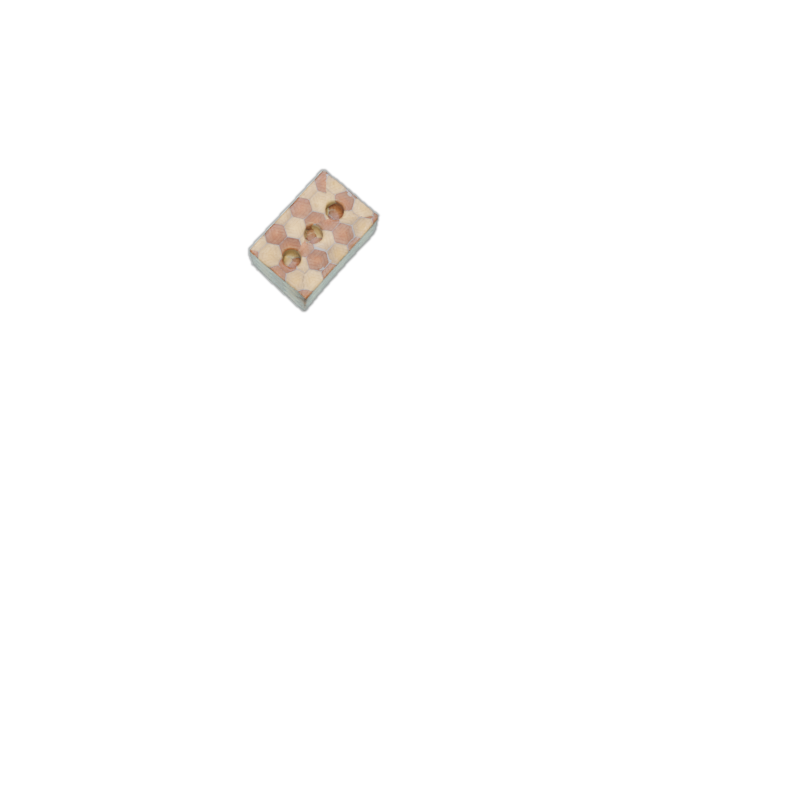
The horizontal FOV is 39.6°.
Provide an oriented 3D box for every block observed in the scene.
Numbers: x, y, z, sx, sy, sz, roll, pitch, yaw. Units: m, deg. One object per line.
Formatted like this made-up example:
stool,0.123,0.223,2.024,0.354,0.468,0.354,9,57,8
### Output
block,-0.060,-0.109,0.766,0.054,0.079,0.050,40,-8,4
